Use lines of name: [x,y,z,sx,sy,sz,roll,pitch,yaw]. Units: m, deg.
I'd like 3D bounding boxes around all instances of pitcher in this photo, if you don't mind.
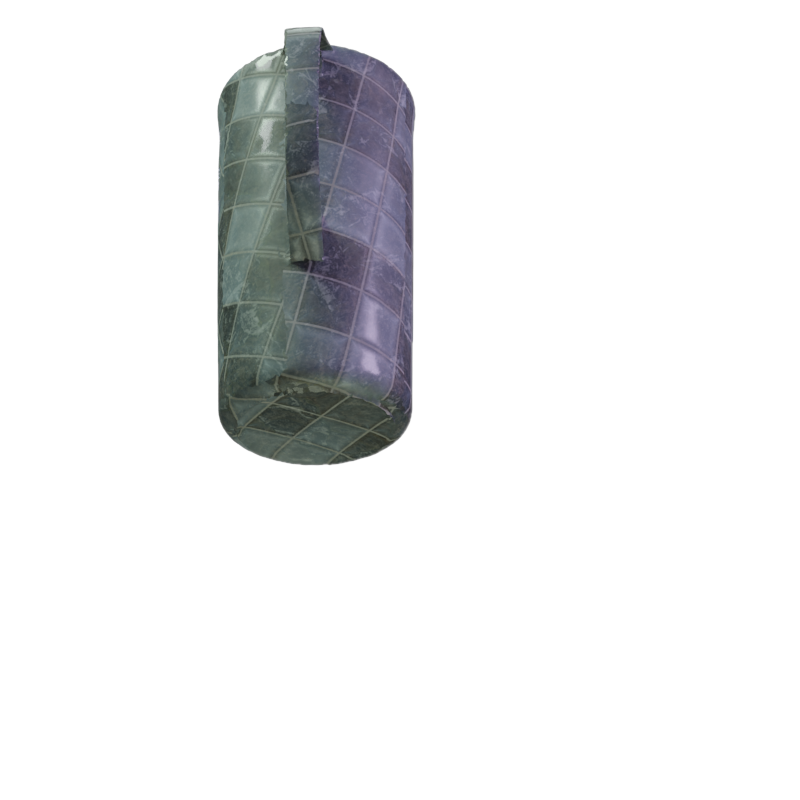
pitcher: [-0.053,-0.096,0.672,0.140,0.260,0.144,27,-43,-36]
